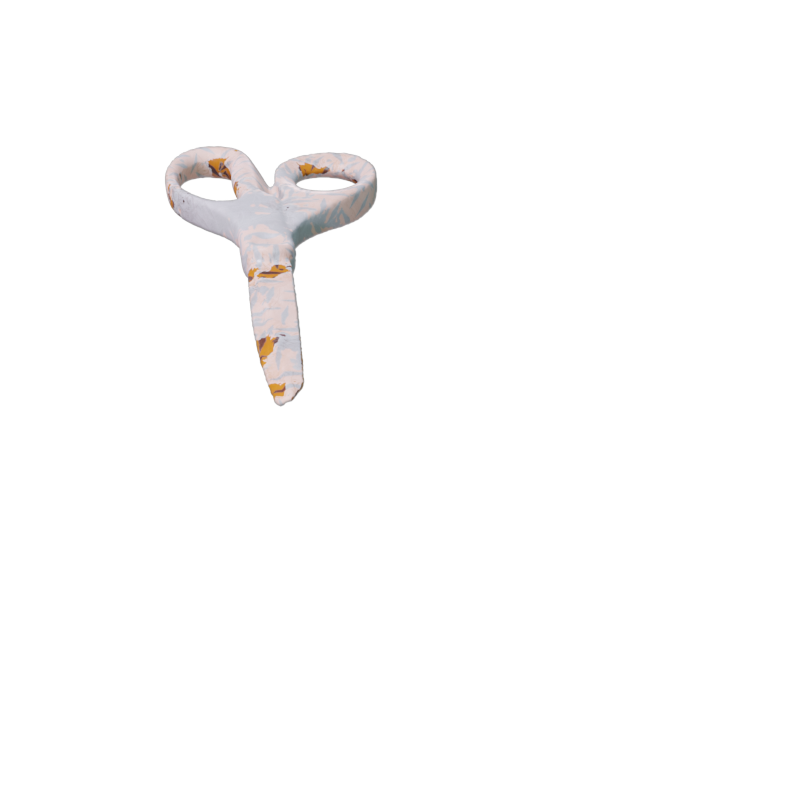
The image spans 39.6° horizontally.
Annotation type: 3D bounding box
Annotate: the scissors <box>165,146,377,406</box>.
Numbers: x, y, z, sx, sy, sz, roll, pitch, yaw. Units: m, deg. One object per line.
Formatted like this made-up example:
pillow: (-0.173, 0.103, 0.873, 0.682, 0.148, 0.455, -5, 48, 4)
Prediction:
scissors: (-0.032, -0.058, 0.405, 0.095, 0.015, 0.217, -12, 32, -20)
